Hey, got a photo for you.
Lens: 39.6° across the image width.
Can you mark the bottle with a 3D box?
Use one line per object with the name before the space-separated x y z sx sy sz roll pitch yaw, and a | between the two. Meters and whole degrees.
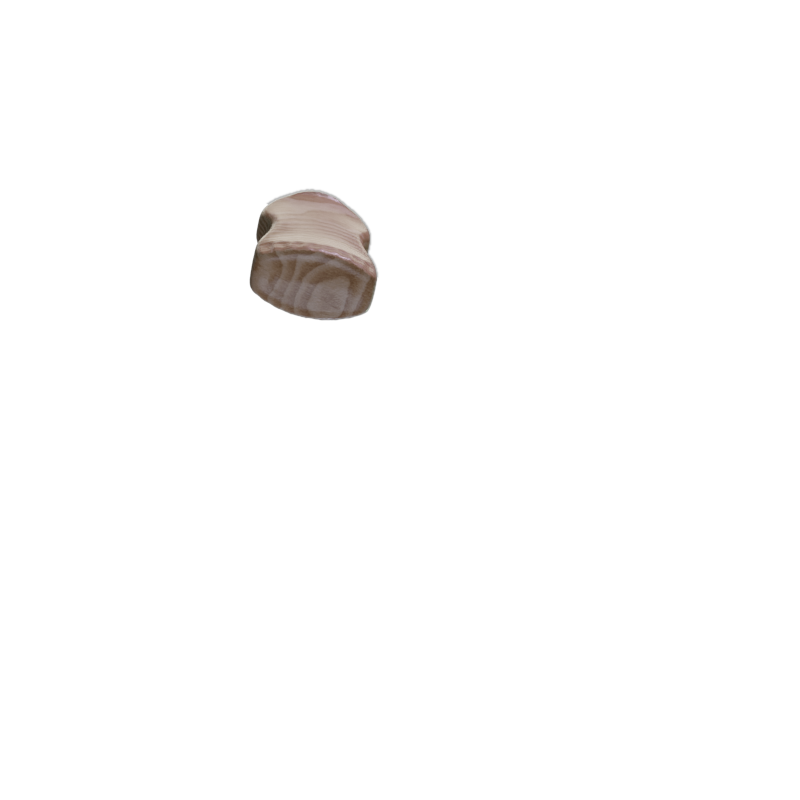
bottle | -0.072 -0.131 0.923 0.095 0.056 0.202 8 26 -8
